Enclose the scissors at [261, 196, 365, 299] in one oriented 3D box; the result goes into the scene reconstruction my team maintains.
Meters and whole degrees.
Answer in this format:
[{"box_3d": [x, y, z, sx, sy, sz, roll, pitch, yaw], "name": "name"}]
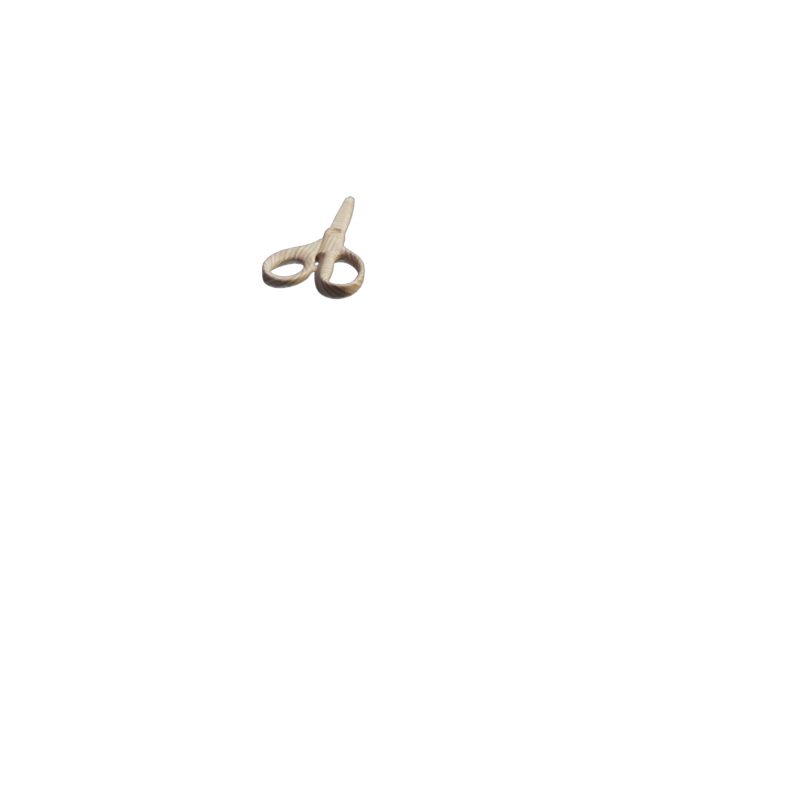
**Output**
[{"box_3d": [-0.078, -0.142, 0.994, 0.095, 0.015, 0.215, -4, 31, -6], "name": "scissors"}]
